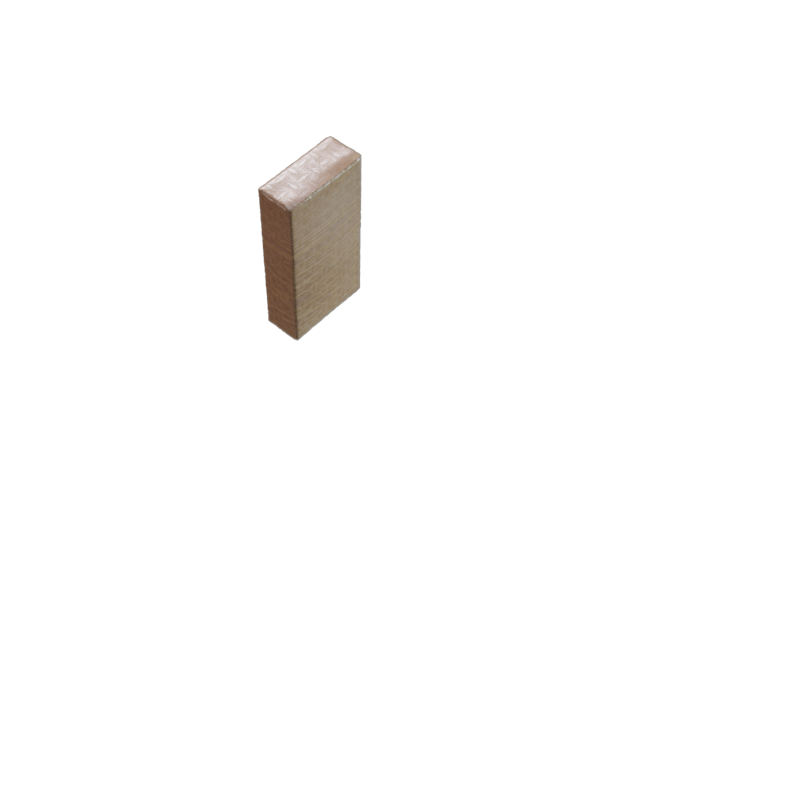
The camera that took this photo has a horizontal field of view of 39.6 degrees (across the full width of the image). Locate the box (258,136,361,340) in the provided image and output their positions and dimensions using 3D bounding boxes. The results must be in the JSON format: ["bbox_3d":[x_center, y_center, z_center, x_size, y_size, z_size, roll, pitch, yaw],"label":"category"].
[{"bbox_3d":[-0.078,-0.142,0.999,0.051,0.095,0.165,36,-31,20],"label":"box"}]
